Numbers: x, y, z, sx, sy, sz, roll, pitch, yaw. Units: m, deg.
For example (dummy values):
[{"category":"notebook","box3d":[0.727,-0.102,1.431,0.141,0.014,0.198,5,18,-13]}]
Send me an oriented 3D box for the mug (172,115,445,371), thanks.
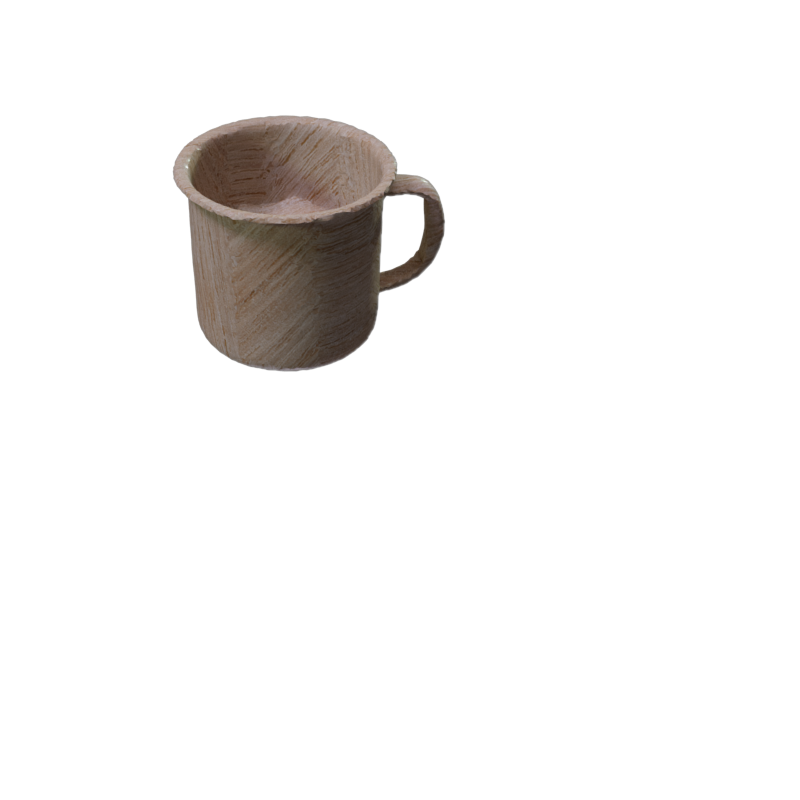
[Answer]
[{"category":"mug","box3d":[-0.038,-0.069,0.483,0.116,0.076,0.101,-9,37,-13]}]
